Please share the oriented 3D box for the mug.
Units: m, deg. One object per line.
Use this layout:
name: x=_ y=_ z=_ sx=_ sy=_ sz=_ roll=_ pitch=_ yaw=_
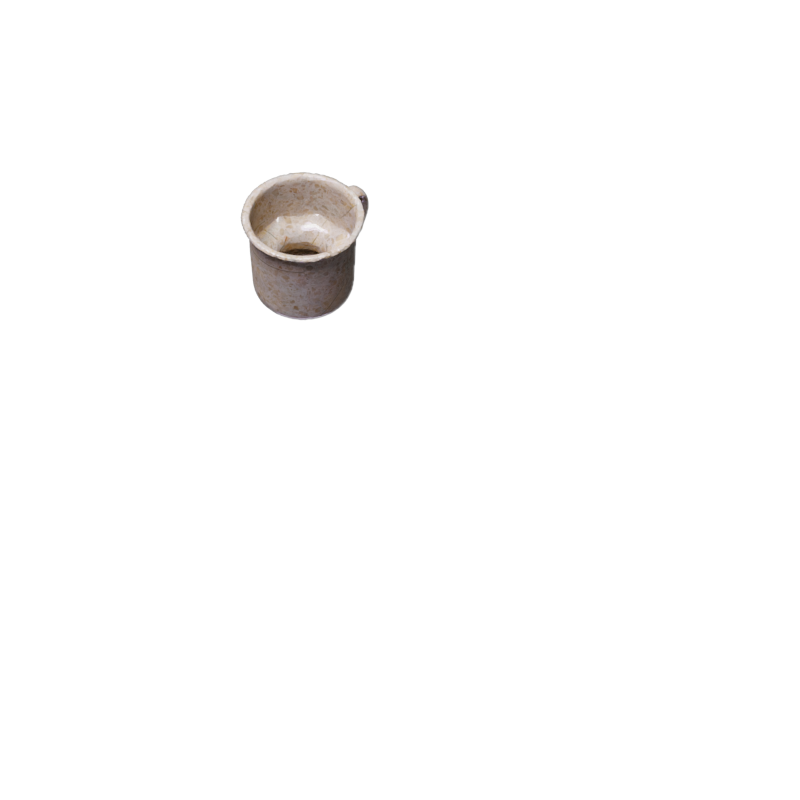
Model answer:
mug: x=-0.068 y=-0.124 z=0.870 sx=0.098 sy=0.076 sz=0.119 roll=33 pitch=58 yaw=23
